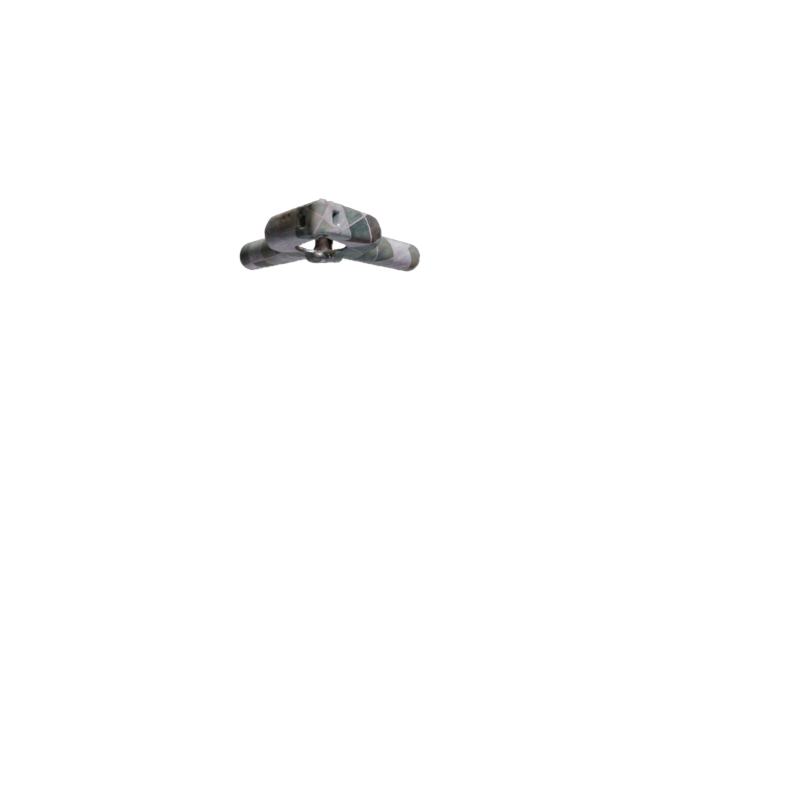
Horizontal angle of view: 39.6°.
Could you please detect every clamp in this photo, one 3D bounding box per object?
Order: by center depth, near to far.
[{"bbox_3d":[-0.073,-0.134,0.937,0.166,0.037,0.205,0,-2,8],"label":"clamp"}]
